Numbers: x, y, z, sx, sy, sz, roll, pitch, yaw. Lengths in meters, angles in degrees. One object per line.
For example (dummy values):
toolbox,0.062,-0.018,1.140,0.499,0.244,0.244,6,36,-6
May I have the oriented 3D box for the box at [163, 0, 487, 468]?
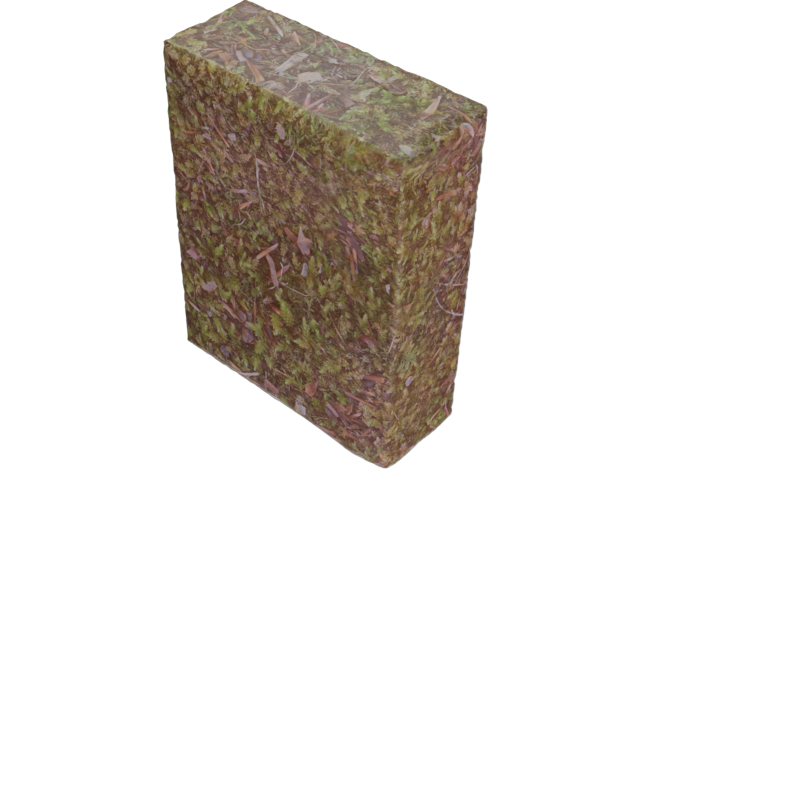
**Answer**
box,-0.047,-0.086,0.605,0.174,0.199,0.072,32,50,28
